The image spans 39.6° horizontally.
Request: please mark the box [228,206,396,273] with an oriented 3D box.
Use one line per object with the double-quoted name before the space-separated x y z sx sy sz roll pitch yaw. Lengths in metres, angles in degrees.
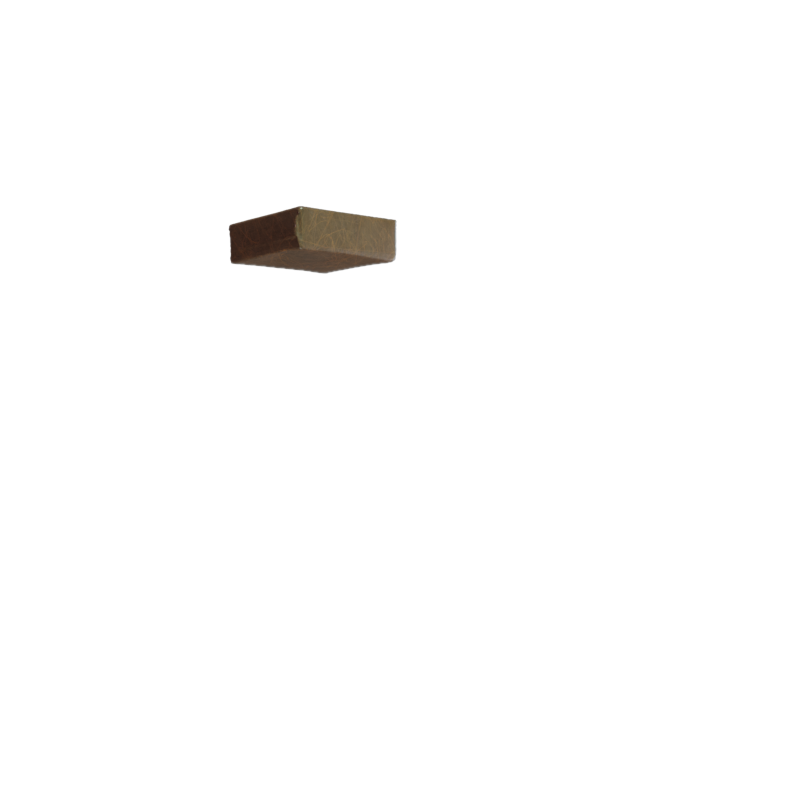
"box" -0.072 -0.132 0.921 0.108 0.040 0.092 3 -5 -44
